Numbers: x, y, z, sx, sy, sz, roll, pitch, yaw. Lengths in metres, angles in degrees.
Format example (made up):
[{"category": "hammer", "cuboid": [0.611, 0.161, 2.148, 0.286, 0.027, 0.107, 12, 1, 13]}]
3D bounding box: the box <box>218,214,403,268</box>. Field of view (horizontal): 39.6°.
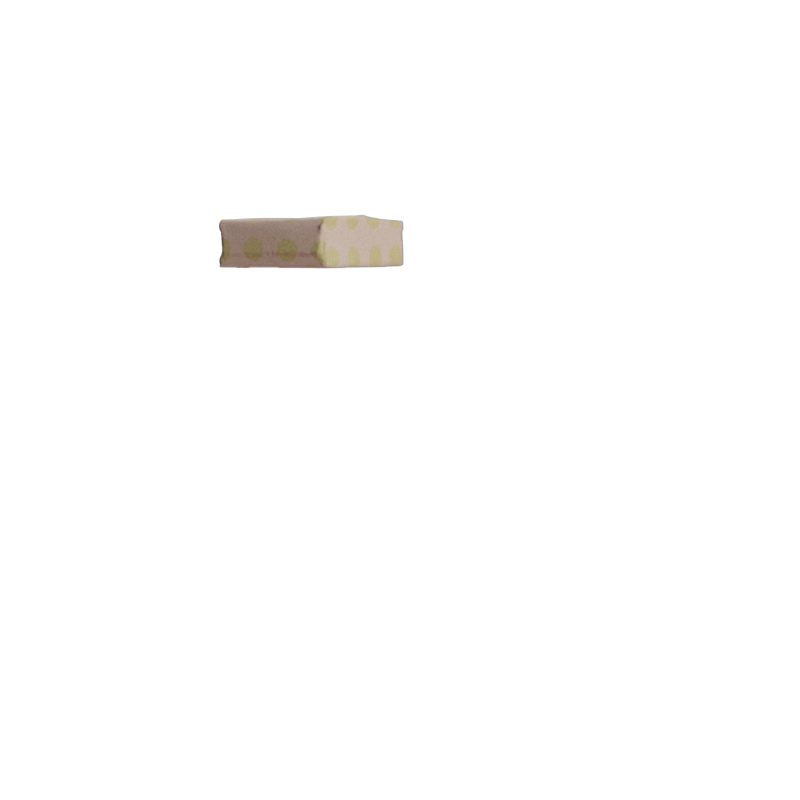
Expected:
[{"category": "box", "cuboid": [-0.050, -0.092, 0.644, 0.076, 0.030, 0.087, 4, 8, 31]}]
